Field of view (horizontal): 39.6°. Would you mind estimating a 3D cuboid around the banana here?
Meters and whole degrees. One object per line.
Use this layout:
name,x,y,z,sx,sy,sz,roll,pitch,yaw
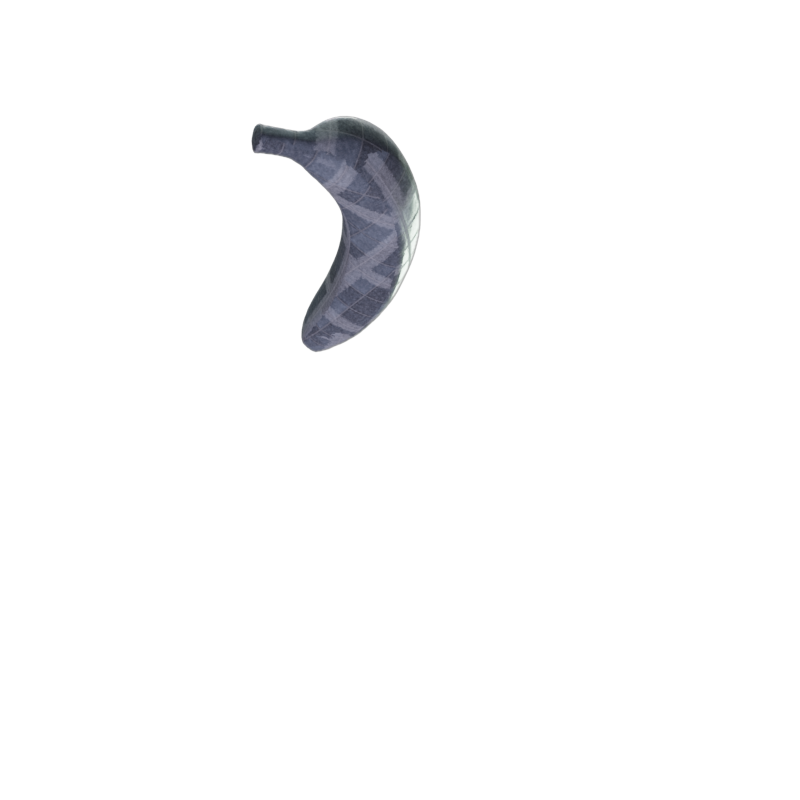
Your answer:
banana,-0.024,-0.080,0.540,0.070,0.039,0.185,-2,-28,3
